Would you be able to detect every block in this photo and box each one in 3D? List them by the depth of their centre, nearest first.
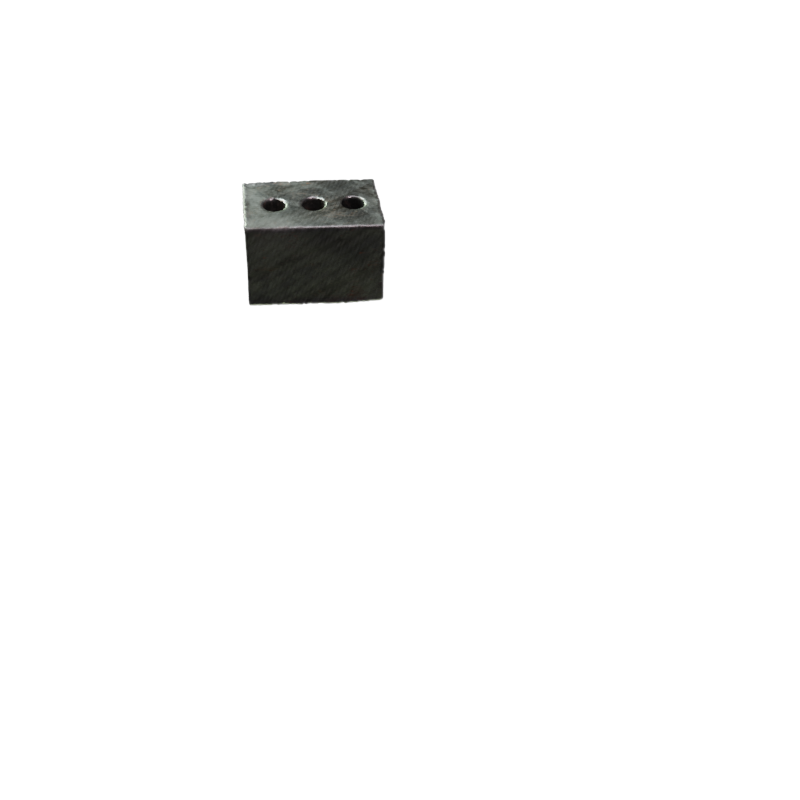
[{"bbox_3d":[-0.049,-0.089,0.624,0.077,0.048,0.057,-3,36,-5],"label":"block"}]
